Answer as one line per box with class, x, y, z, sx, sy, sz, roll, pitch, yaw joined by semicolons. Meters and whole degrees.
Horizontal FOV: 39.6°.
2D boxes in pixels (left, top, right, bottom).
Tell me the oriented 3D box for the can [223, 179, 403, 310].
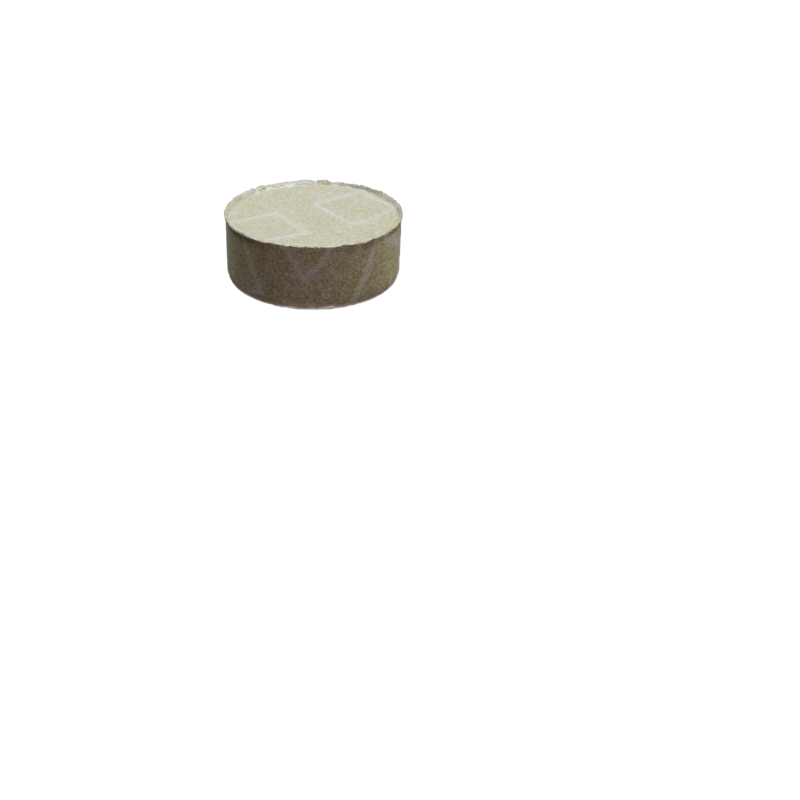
can;-0.042;-0.077;0.538;0.086;0.032;0.091;-1;29;-2
